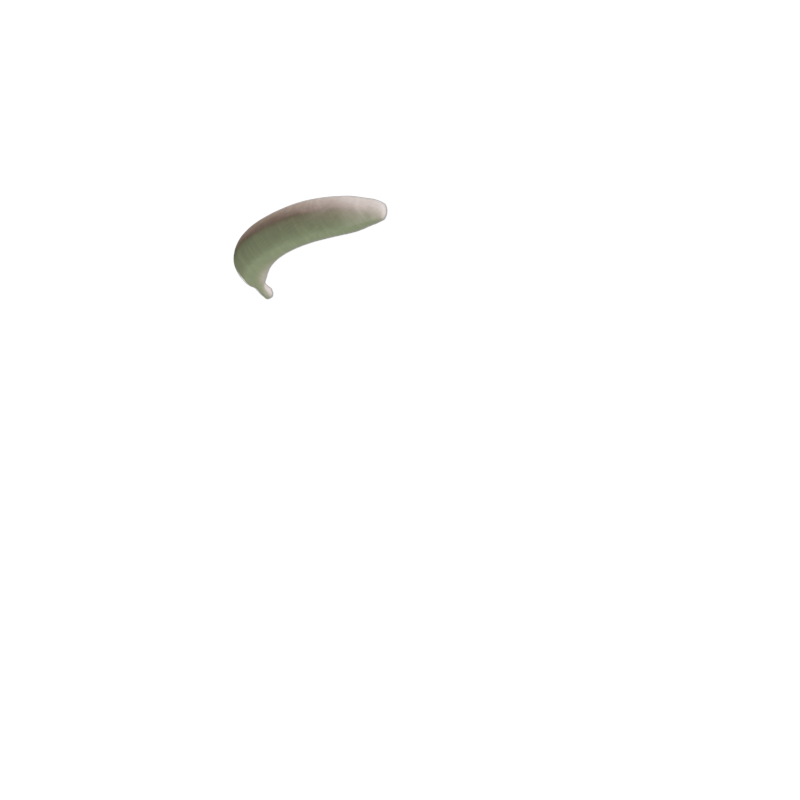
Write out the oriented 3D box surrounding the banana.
[{"bbox_3d":[-0.093,-0.141,0.967,0.066,0.039,0.198,13,-23,-34],"label":"banana"}]
